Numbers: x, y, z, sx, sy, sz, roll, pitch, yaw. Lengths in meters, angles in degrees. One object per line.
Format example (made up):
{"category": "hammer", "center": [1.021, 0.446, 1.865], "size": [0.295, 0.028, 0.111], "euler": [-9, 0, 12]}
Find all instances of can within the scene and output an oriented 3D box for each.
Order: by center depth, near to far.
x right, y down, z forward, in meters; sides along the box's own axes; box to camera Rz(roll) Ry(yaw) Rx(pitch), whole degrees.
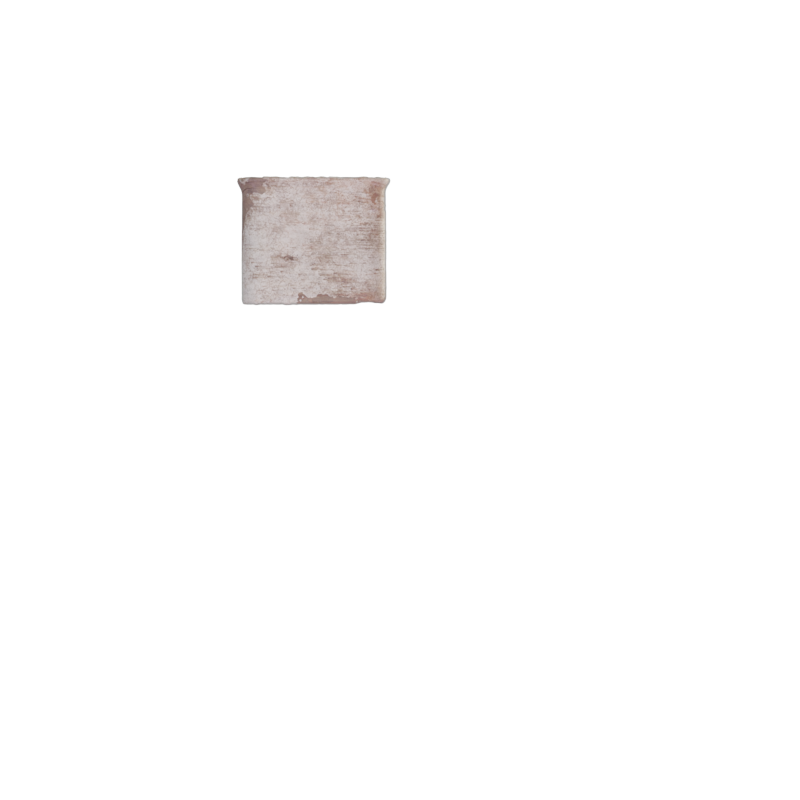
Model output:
{"category": "can", "center": [-0.059, -0.107, 0.746], "size": [0.101, 0.084, 0.058], "euler": [0, 1, -4]}
